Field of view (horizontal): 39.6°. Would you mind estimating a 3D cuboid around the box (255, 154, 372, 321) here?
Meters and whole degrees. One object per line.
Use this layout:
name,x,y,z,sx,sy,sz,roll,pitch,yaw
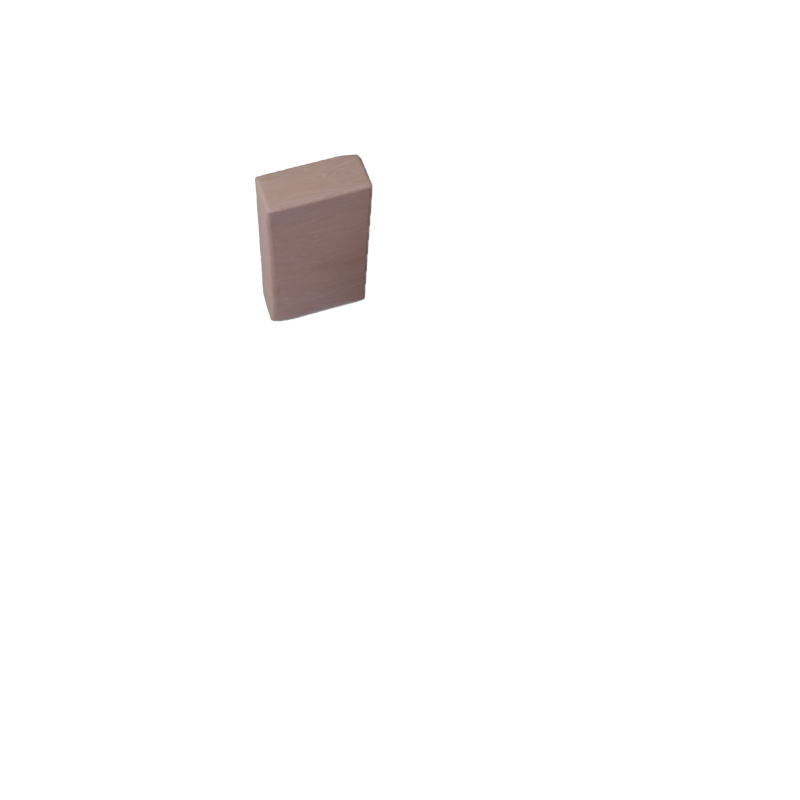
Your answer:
box,-0.076,-0.140,0.975,0.092,0.052,0.165,-15,-30,-12
